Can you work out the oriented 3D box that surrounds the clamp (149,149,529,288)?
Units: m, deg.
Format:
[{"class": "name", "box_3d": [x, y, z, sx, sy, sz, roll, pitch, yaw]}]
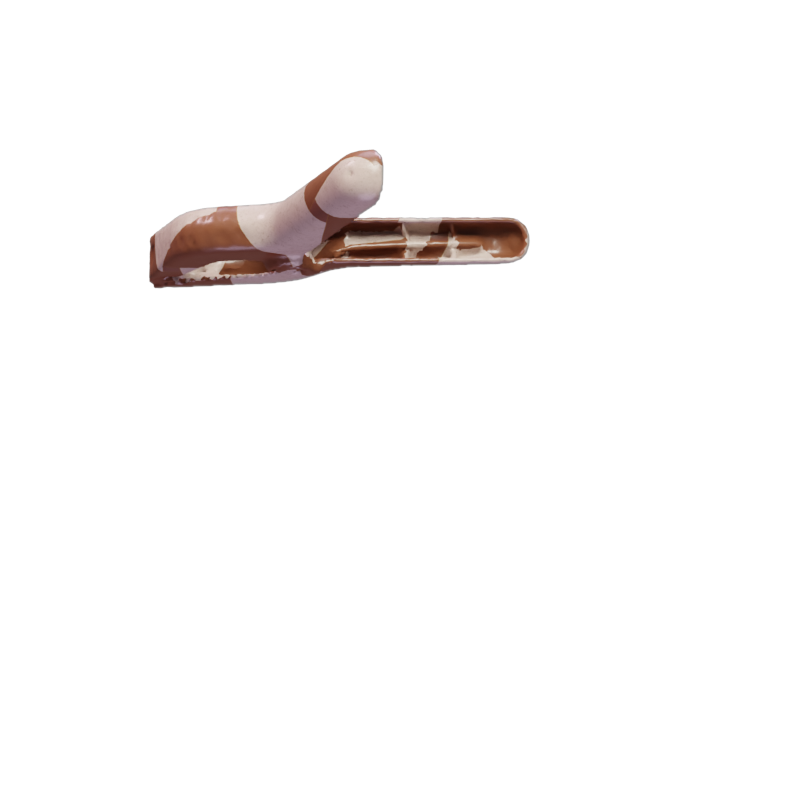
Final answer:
[{"class": "clamp", "box_3d": [-0.047, -0.085, 0.596, 0.215, 0.037, 0.156, -6, -9, 39]}]
